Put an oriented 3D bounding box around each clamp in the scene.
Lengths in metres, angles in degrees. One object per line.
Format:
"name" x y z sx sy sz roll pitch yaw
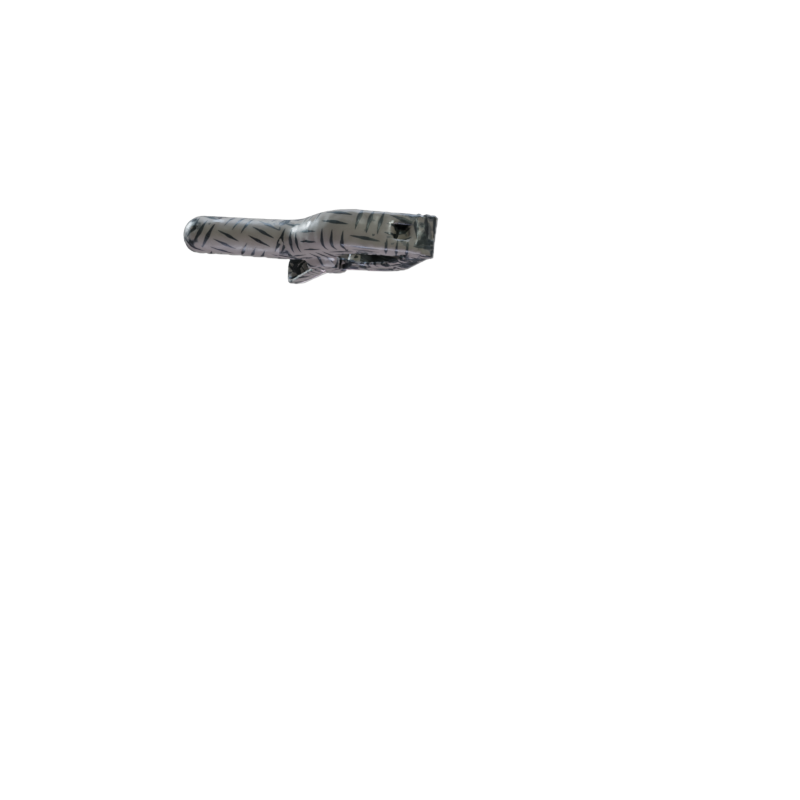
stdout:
"clamp" -0.057 -0.104 0.729 0.114 0.040 0.176 4 -5 -44
